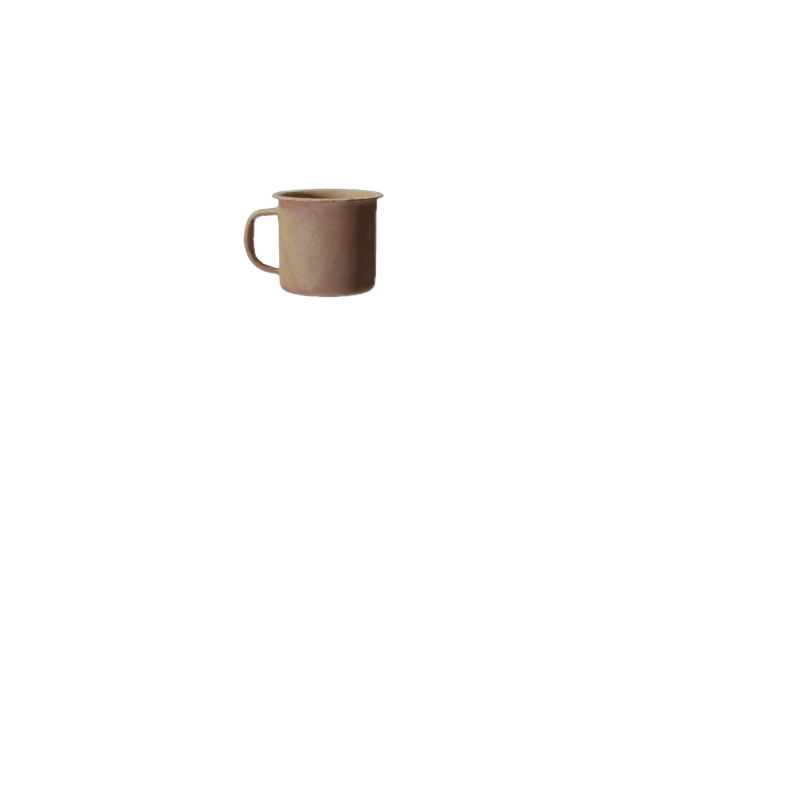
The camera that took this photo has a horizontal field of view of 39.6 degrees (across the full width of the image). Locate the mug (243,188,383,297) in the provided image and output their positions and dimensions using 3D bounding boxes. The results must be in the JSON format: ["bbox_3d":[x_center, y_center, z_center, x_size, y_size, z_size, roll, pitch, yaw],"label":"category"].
[{"bbox_3d":[-0.073,-0.133,0.929,0.117,0.080,0.096,0,13,-2],"label":"mug"}]
